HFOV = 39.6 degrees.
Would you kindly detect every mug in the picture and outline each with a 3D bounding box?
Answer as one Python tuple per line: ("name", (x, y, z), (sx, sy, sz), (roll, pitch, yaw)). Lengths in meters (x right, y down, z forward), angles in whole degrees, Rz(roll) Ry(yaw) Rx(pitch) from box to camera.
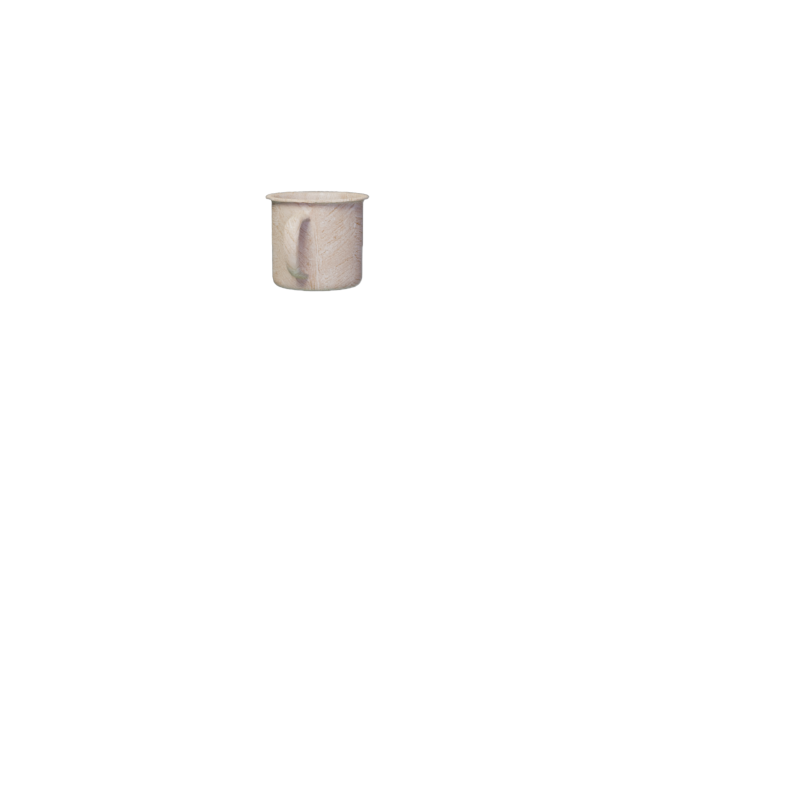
("mug", (-0.077, -0.141, 0.986), (0.095, 0.080, 0.118), (3, 13, 14))
